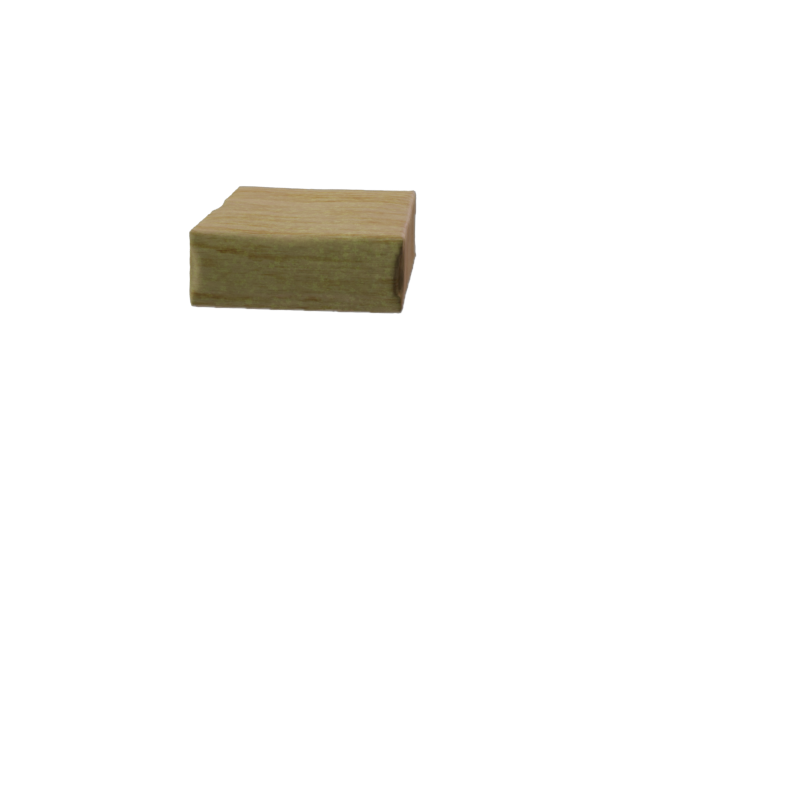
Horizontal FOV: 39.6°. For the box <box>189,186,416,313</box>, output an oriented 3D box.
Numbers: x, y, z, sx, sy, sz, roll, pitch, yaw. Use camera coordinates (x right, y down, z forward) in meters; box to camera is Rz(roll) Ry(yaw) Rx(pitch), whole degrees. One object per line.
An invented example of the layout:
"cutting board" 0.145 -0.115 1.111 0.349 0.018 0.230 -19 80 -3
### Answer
"box" -0.032 -0.059 0.410 0.074 0.029 0.092 2 20 5
